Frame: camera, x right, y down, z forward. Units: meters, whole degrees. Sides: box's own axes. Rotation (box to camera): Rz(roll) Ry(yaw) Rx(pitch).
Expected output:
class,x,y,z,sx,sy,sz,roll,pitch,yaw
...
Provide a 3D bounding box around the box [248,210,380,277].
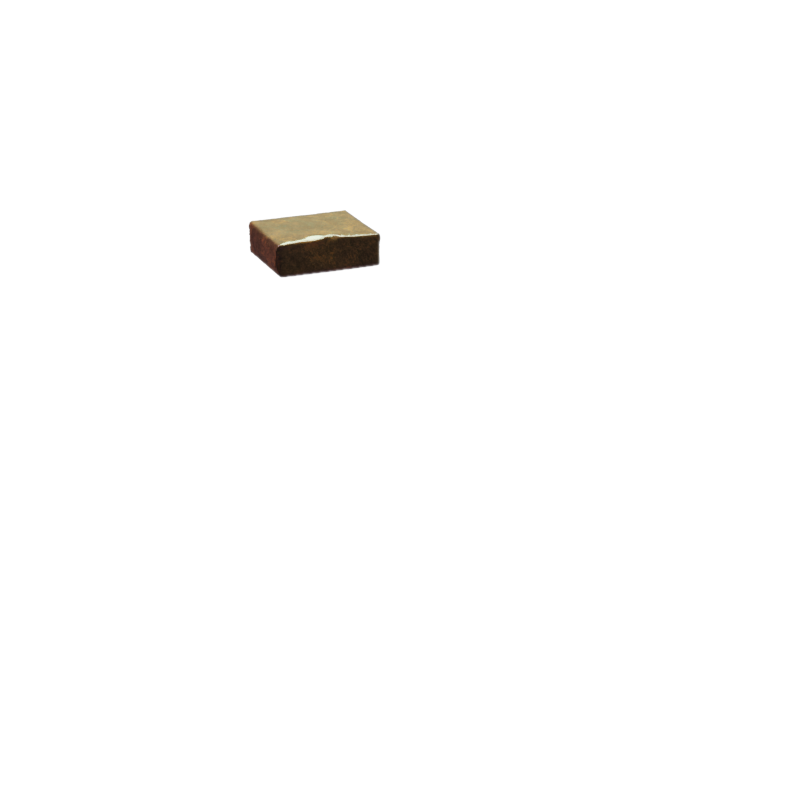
class,x,y,z,sx,sy,sz,roll,pitch,yaw
box,-0.071,-0.129,0.904,0.087,0.029,0.078,-10,26,-21
